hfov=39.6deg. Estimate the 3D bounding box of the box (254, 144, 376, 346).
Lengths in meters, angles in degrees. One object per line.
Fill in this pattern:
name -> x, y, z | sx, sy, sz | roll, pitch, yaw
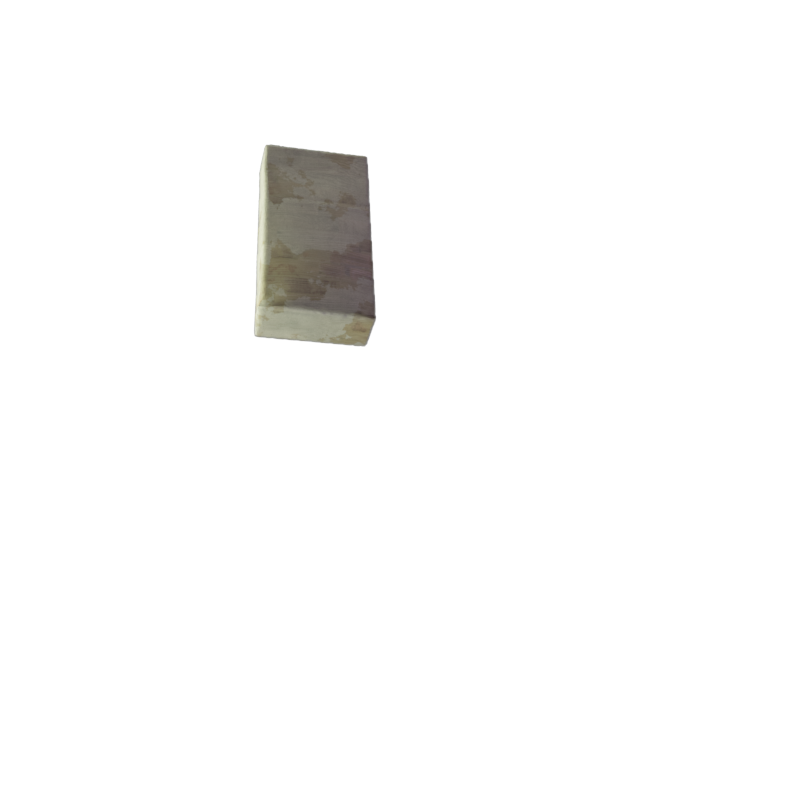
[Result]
box -> -0.072, -0.130, 0.915 | 0.092, 0.189, 0.045 | 5, -39, -9
